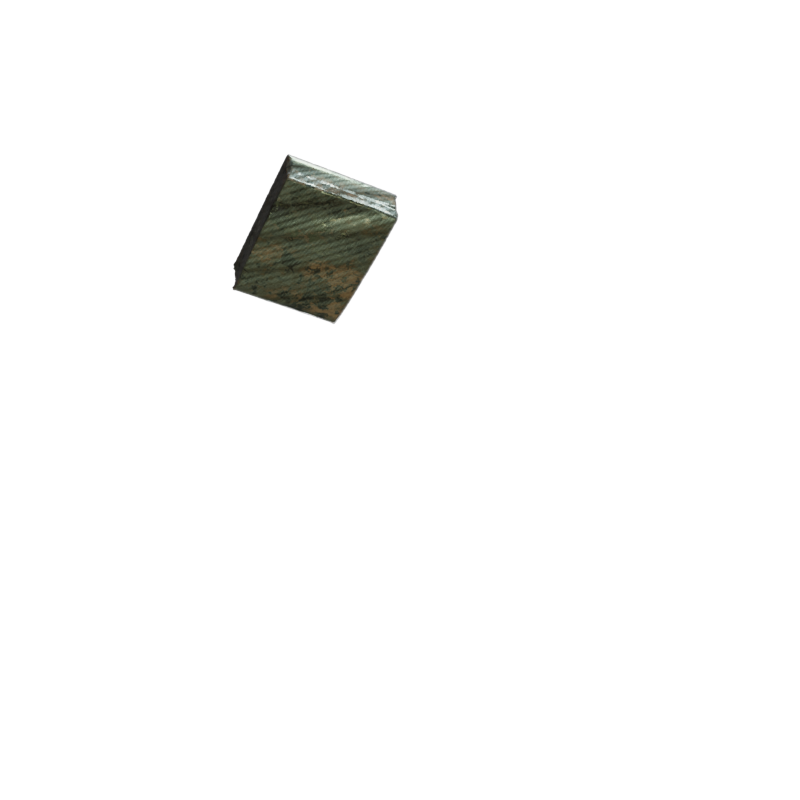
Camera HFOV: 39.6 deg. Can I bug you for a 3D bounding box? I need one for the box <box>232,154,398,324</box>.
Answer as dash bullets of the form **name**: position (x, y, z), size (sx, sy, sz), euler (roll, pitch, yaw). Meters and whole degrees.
- **box**: position (-0.065, -0.119, 0.833), size (0.087, 0.109, 0.042), euler (21, 33, -15)
